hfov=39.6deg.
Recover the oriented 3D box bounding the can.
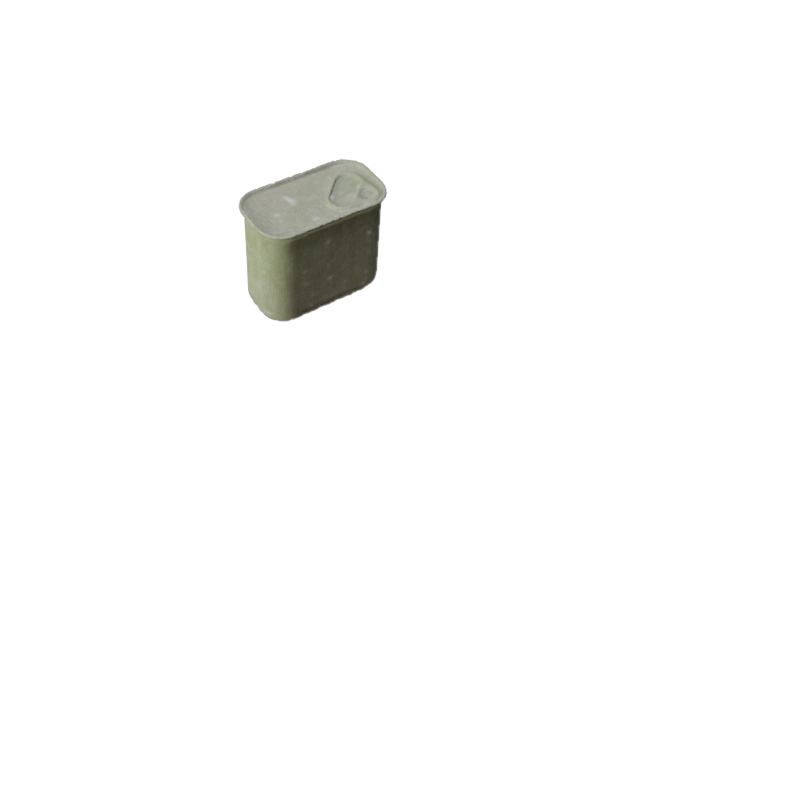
[{"bbox_3d":[-0.062,-0.114,0.795,0.101,0.078,0.062,-25,51,-24],"label":"can"}]
